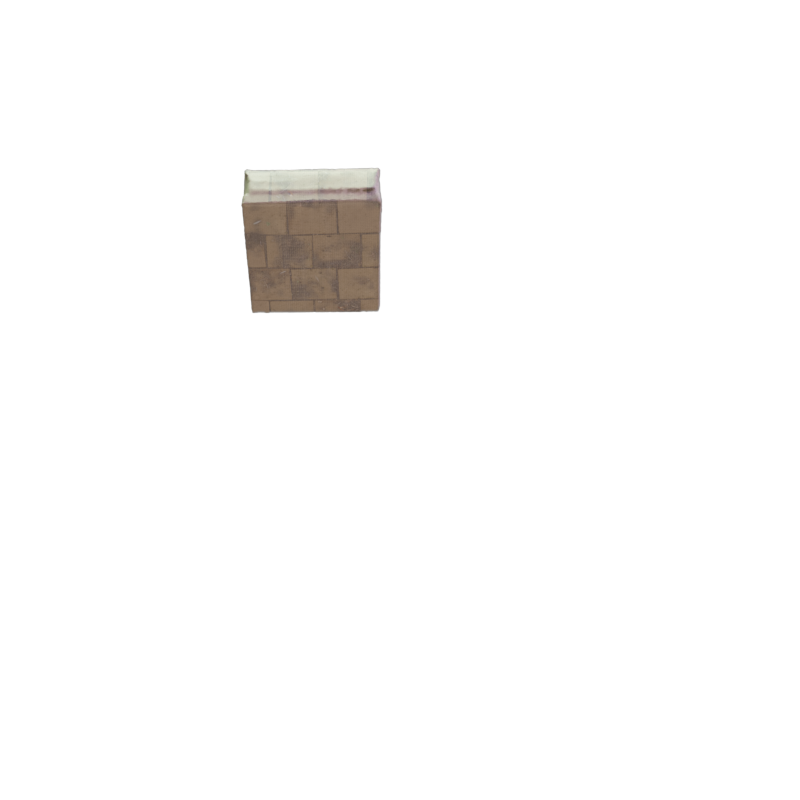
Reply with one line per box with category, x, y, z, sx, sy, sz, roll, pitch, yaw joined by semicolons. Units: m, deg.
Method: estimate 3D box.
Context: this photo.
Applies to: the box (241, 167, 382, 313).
box;-0.048;-0.087;0.608;0.073;0.032;0.083;0;-42;0
